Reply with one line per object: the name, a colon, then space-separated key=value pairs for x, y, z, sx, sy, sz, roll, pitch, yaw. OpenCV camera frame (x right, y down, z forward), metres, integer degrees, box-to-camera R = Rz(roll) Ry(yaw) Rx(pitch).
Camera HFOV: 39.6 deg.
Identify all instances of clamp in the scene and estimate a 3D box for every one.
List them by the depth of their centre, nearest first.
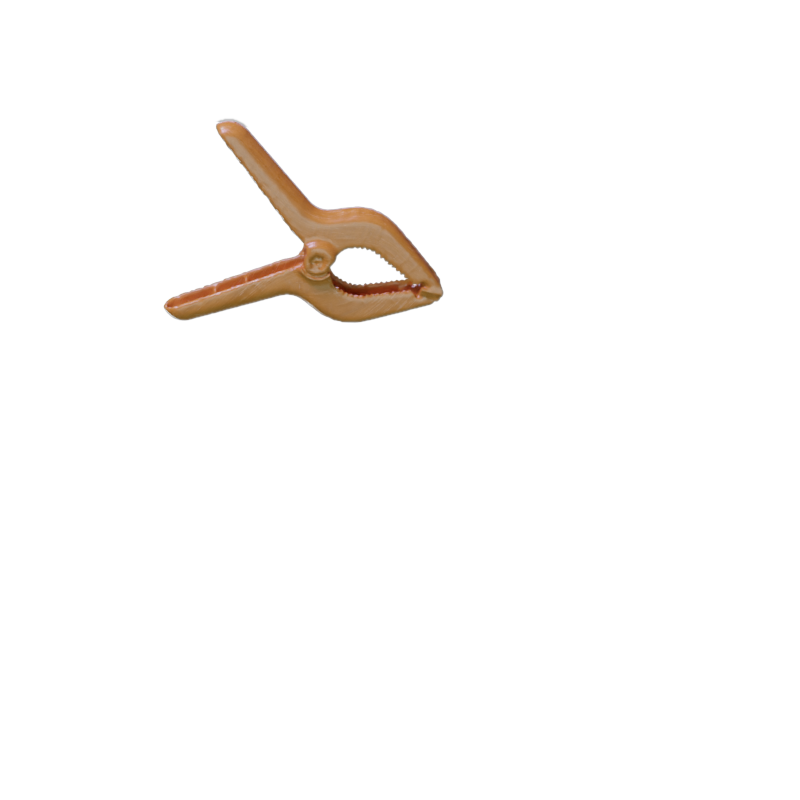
clamp: x=-0.066 y=-0.121 z=0.846 sx=0.208 sy=0.157 sz=0.038 roll=10 pitch=24 yaw=-5
